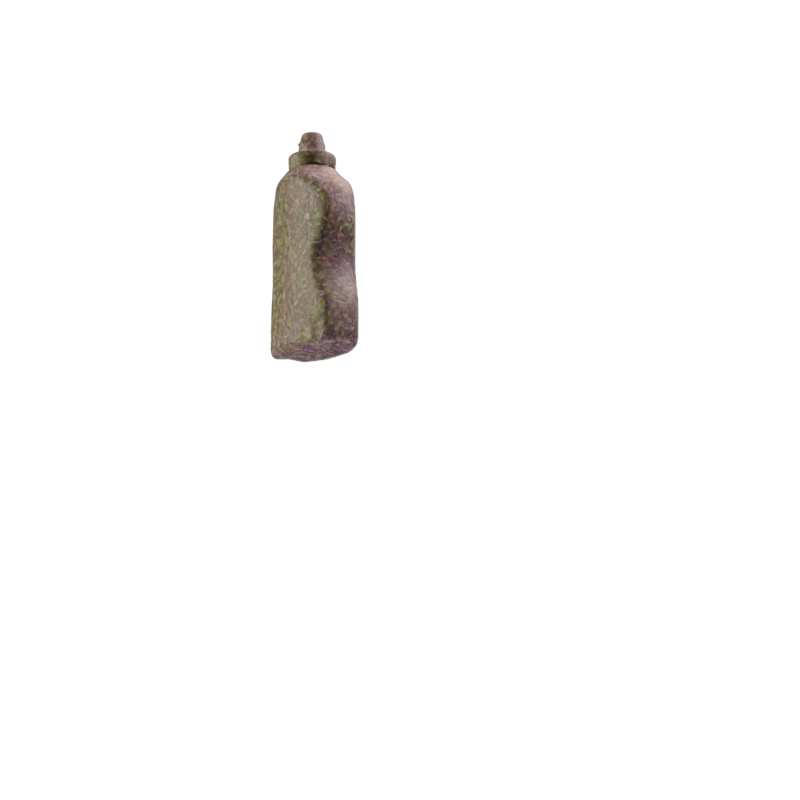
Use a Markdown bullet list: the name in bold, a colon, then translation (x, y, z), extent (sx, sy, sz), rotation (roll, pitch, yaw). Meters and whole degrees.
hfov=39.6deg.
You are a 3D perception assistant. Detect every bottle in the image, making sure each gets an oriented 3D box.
- **bottle**: translation (-0.073, -0.133, 0.932), extent (0.056, 0.199, 0.096), rotation (8, -17, -30)
